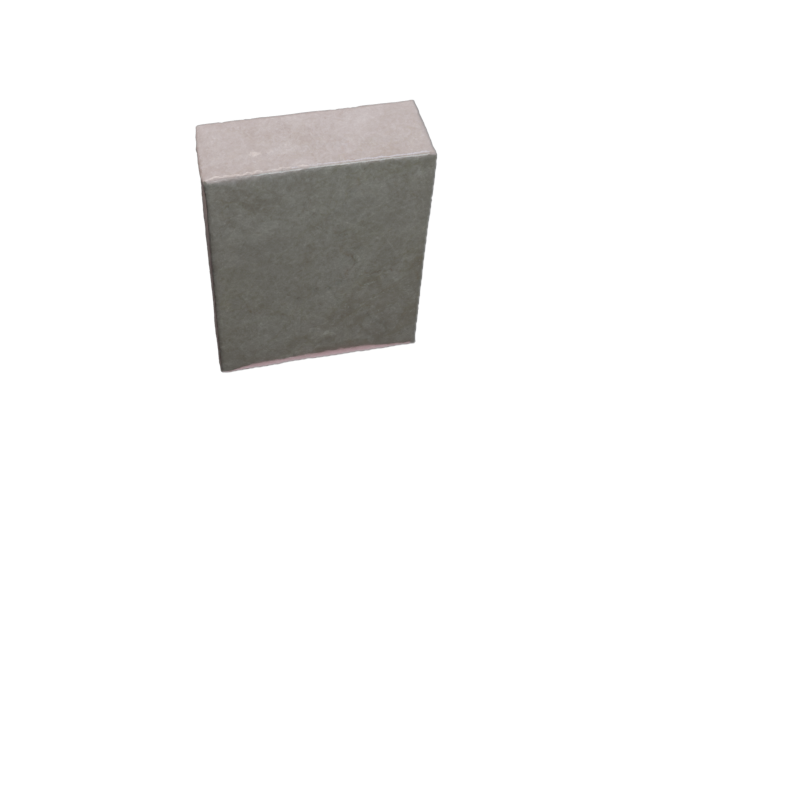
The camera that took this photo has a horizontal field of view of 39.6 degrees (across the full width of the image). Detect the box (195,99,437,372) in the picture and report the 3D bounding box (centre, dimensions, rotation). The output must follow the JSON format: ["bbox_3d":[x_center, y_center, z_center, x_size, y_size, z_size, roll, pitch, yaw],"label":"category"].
[{"bbox_3d":[-0.066,-0.121,0.846,0.163,0.078,0.199,-8,-39,-9],"label":"box"}]
